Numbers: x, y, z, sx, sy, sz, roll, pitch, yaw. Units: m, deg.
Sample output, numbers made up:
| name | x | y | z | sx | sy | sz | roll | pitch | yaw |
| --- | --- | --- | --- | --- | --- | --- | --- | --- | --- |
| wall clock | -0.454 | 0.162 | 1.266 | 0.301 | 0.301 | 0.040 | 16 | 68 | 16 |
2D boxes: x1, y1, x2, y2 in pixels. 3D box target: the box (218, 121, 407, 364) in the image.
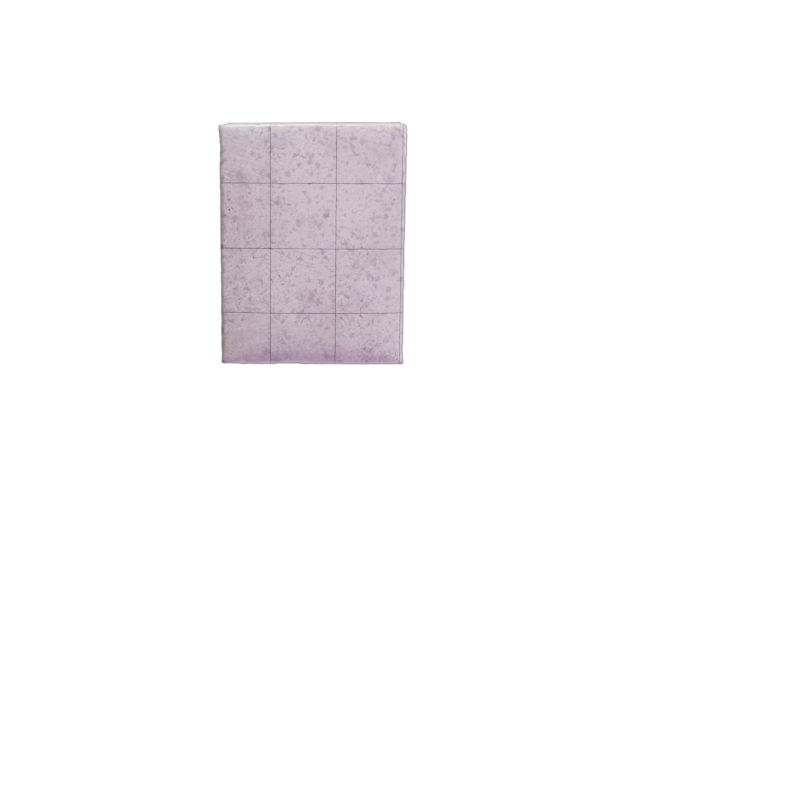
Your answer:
| name | x | y | z | sx | sy | sz | roll | pitch | yaw |
| --- | --- | --- | --- | --- | --- | --- | --- | --- | --- |
| box | -0.078 | -0.142 | 0.994 | 0.164 | 0.209 | 0.073 | 0 | 9 | -1 |
